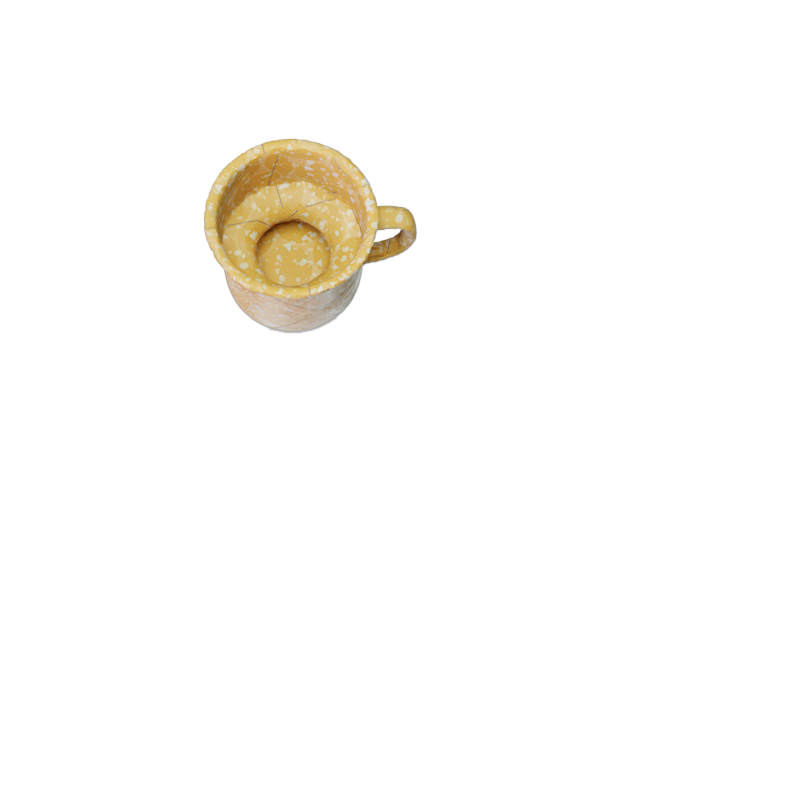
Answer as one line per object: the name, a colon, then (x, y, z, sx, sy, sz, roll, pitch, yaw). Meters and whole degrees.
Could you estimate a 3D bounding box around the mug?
mug: (-0.049, -0.090, 0.627, 0.117, 0.098, 0.078, -9, -19, -5)
